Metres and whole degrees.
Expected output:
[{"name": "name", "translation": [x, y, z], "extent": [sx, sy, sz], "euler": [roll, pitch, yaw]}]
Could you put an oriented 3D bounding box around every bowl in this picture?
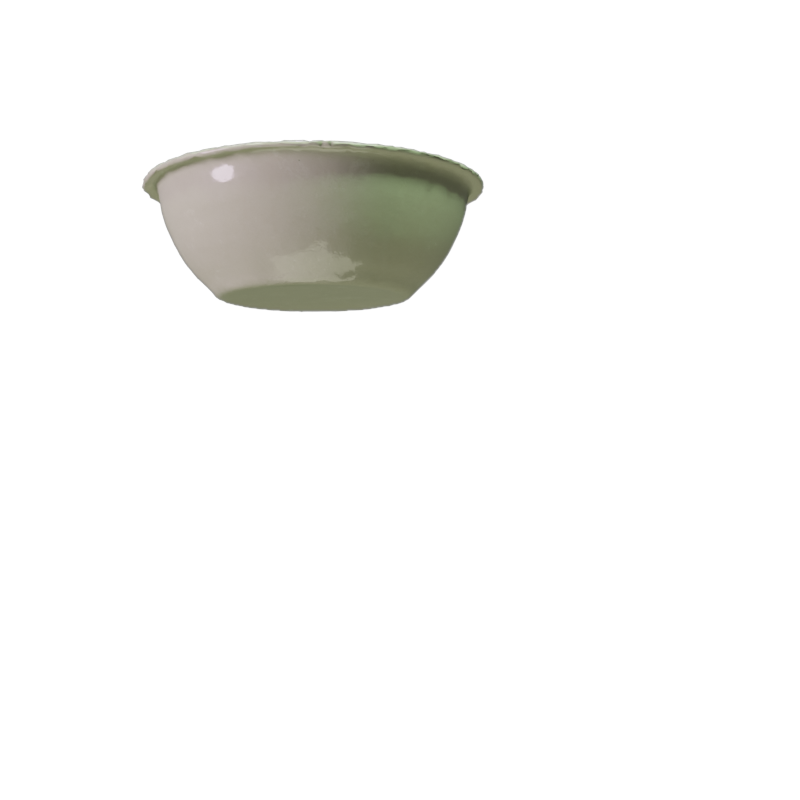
[{"name": "bowl", "translation": [-0.041, -0.075, 0.525], "extent": [0.162, 0.056, 0.159], "euler": [0, -5, -2]}]
